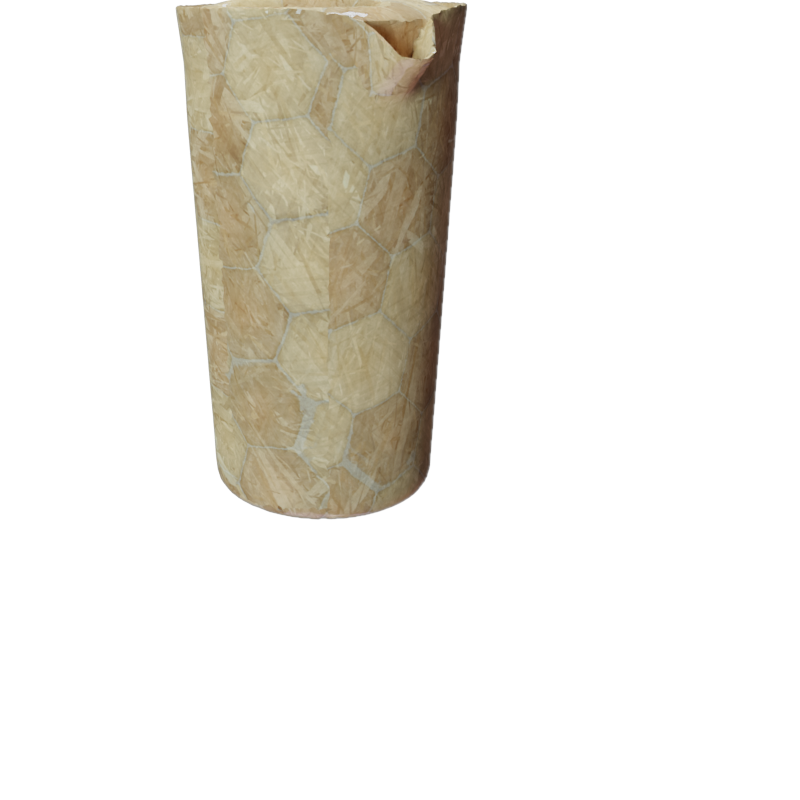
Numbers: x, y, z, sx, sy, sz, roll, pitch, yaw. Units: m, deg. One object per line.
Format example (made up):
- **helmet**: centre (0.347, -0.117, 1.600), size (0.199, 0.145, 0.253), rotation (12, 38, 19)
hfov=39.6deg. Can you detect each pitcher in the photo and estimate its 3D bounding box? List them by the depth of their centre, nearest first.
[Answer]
- **pitcher**: centre (-0.043, -0.078, 0.544), size (0.148, 0.235, 0.151), rotation (5, 16, 13)
